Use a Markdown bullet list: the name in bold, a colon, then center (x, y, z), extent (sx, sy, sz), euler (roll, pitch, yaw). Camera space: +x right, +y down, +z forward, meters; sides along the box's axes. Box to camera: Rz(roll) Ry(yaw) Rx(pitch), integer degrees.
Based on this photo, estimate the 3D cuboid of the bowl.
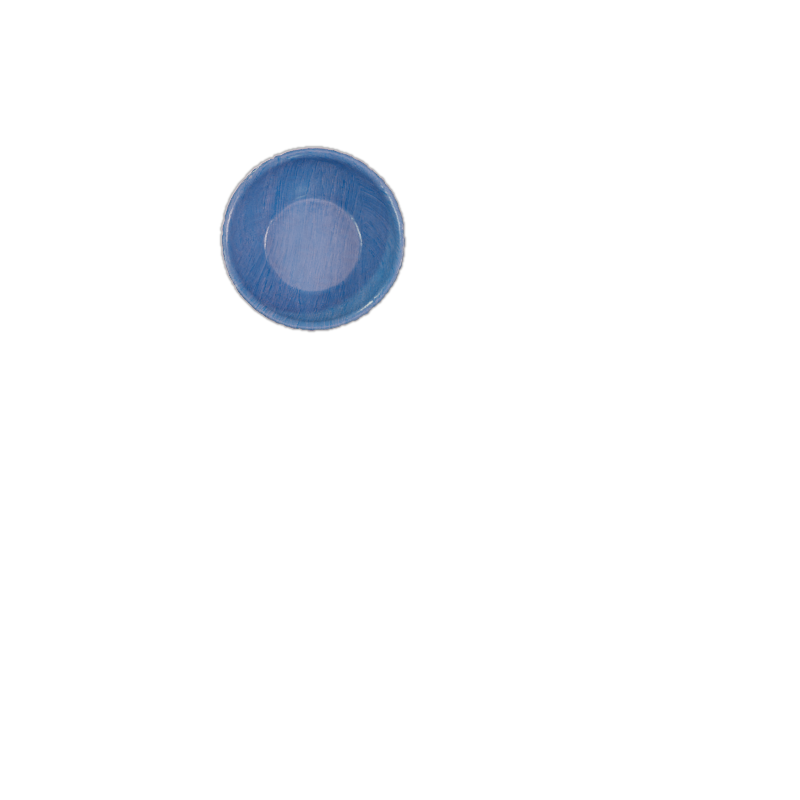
- **bowl**: center (-0.078, -0.142, 0.992), extent (0.162, 0.165, 0.054), euler (0, -6, 0)
